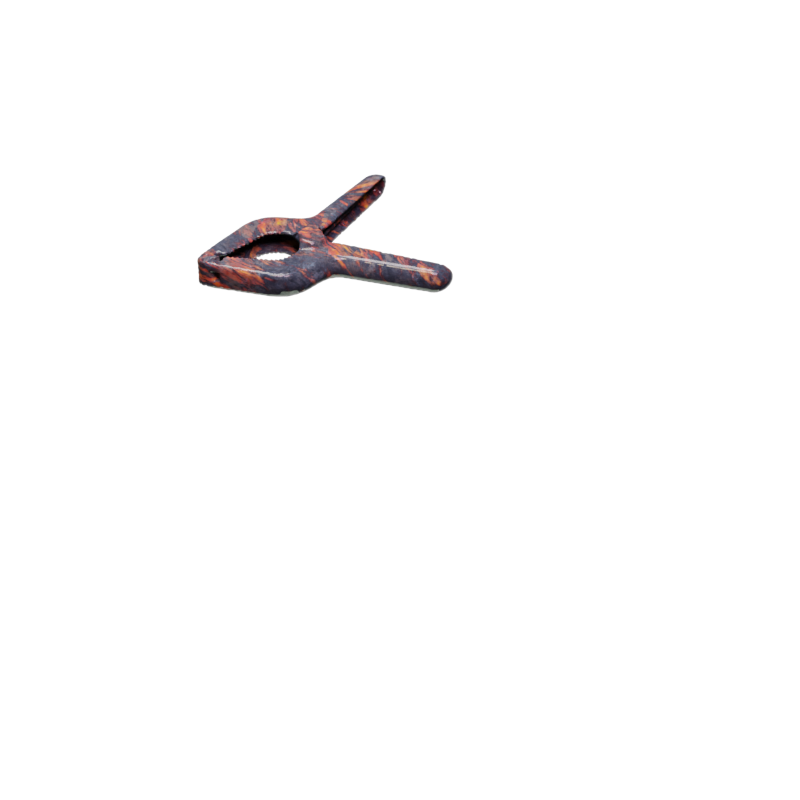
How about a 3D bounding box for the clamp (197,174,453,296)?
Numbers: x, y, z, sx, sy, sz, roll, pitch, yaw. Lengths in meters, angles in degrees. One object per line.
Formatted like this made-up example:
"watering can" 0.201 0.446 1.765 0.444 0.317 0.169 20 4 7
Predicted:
"clamp" -0.077 -0.140 0.981 0.208 0.034 0.178 -9 42 -10
